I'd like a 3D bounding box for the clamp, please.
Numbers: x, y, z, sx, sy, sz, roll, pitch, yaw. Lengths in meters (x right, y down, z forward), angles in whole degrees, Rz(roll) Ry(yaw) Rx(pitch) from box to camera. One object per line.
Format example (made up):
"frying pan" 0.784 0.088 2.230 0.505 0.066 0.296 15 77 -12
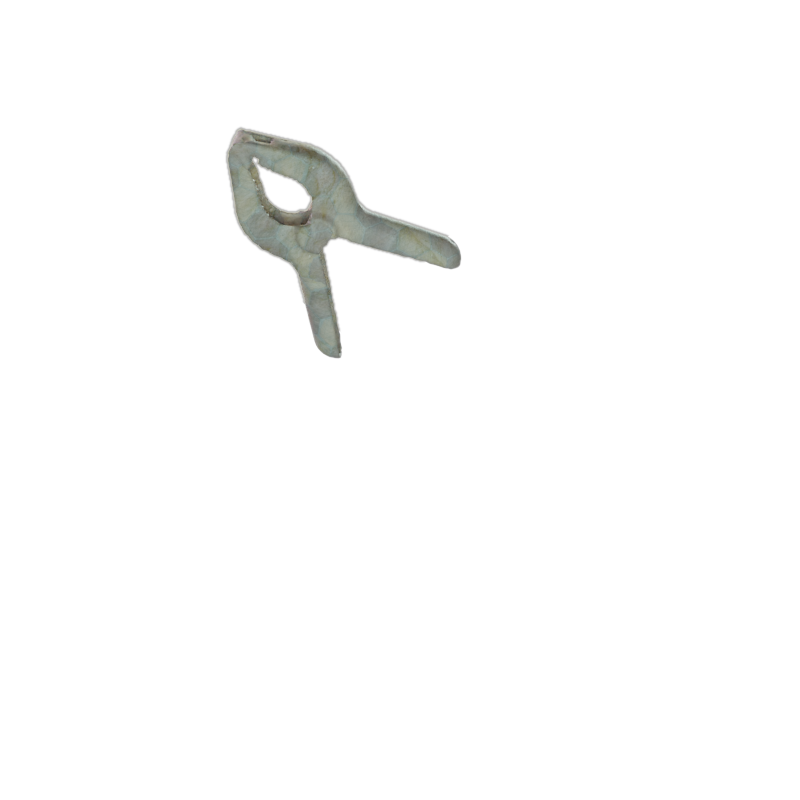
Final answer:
"clamp" -0.058 -0.106 0.743 0.166 0.118 0.041 38 14 -12
